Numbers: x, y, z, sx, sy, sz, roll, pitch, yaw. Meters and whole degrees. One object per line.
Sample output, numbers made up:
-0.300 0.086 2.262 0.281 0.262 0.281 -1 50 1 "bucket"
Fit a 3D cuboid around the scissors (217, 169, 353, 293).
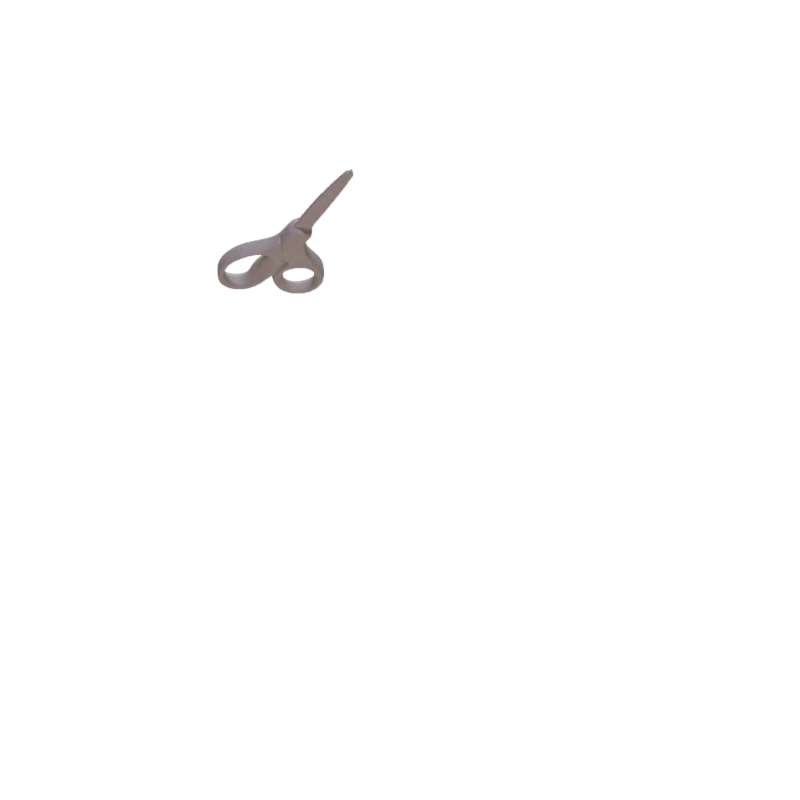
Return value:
-0.068 -0.124 0.870 0.091 0.017 0.202 17 -27 -38 "scissors"
